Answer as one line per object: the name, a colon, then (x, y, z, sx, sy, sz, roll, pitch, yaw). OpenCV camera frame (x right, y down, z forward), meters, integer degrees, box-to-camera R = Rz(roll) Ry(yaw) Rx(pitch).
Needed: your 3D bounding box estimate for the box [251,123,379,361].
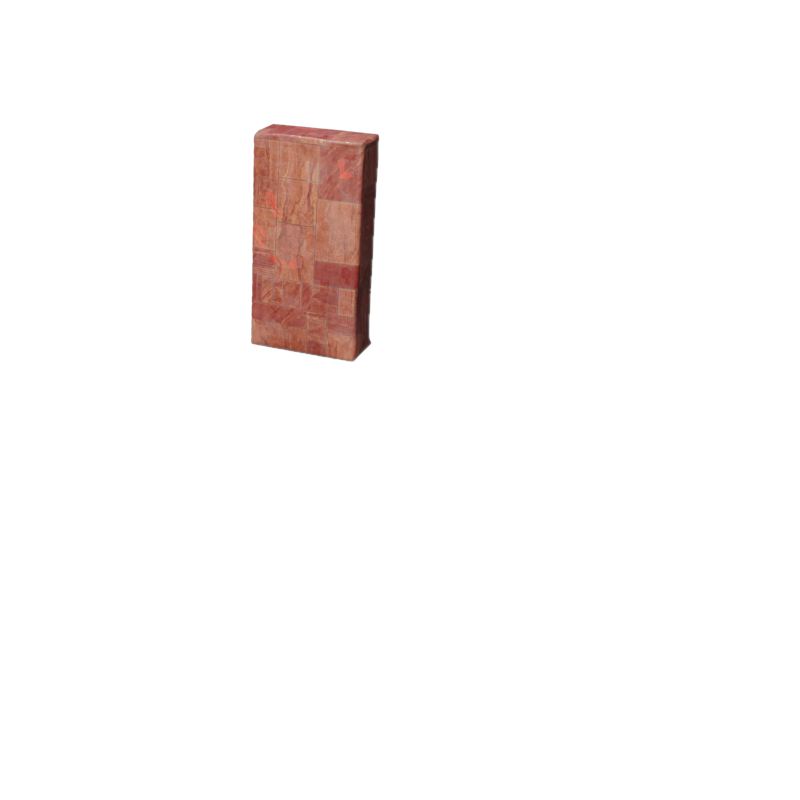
box: (-0.069, -0.125, 0.875, 0.096, 0.169, 0.049, 9, 21, 19)
